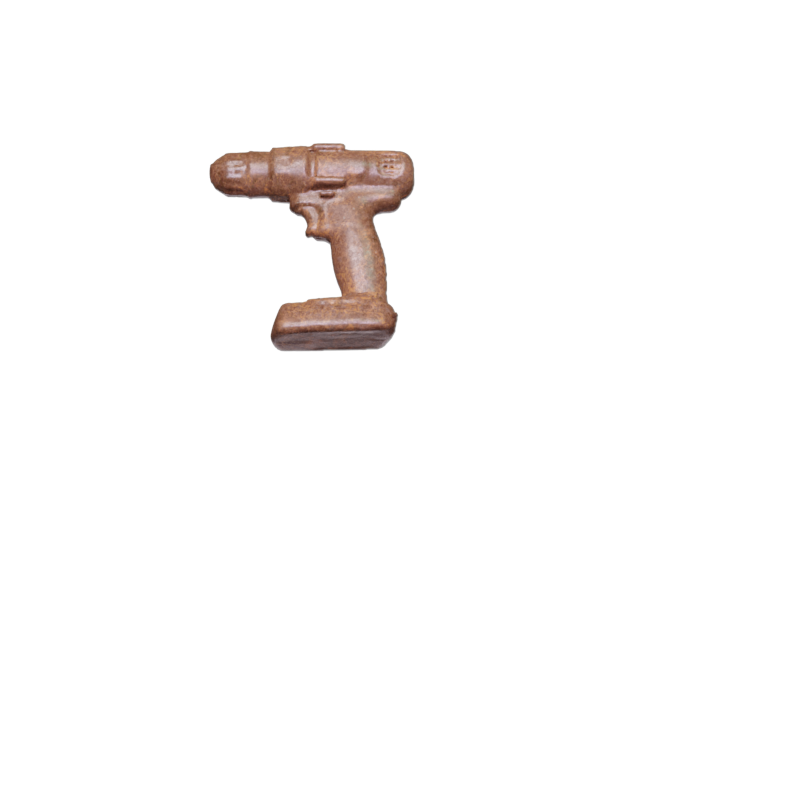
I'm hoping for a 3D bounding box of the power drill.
[{"bbox_3d":[-0.076,-0.138,0.969,0.184,0.198,0.054,-2,-23,-1],"label":"power drill"}]
